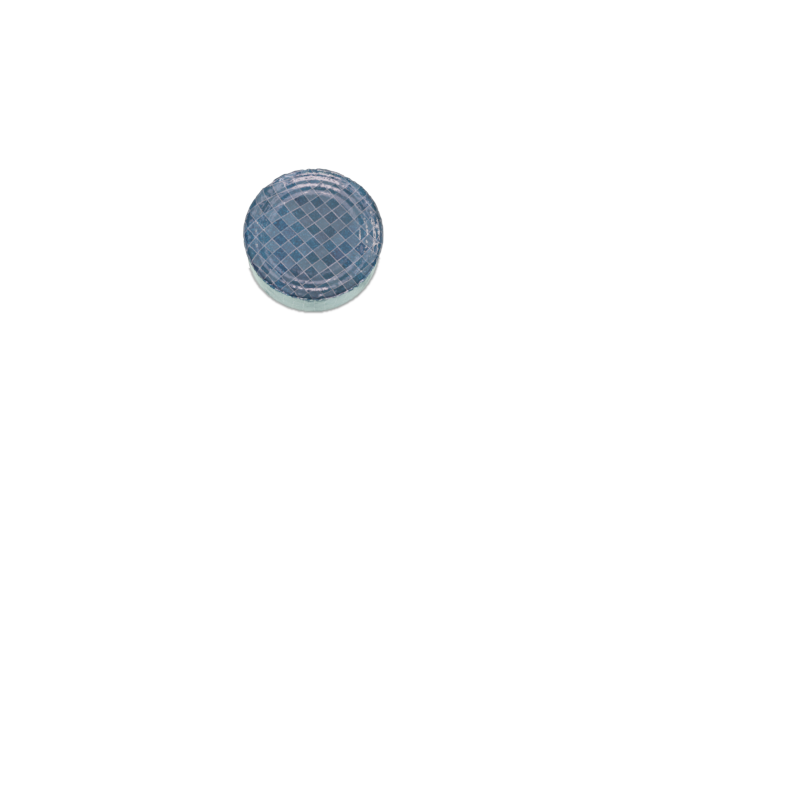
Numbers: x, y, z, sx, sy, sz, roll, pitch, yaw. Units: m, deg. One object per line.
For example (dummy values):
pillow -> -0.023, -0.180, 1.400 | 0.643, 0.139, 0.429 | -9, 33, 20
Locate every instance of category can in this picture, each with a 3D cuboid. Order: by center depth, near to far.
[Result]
can -> -0.054, -0.099, 0.691 | 0.086, 0.090, 0.032 | -1, -18, -1
